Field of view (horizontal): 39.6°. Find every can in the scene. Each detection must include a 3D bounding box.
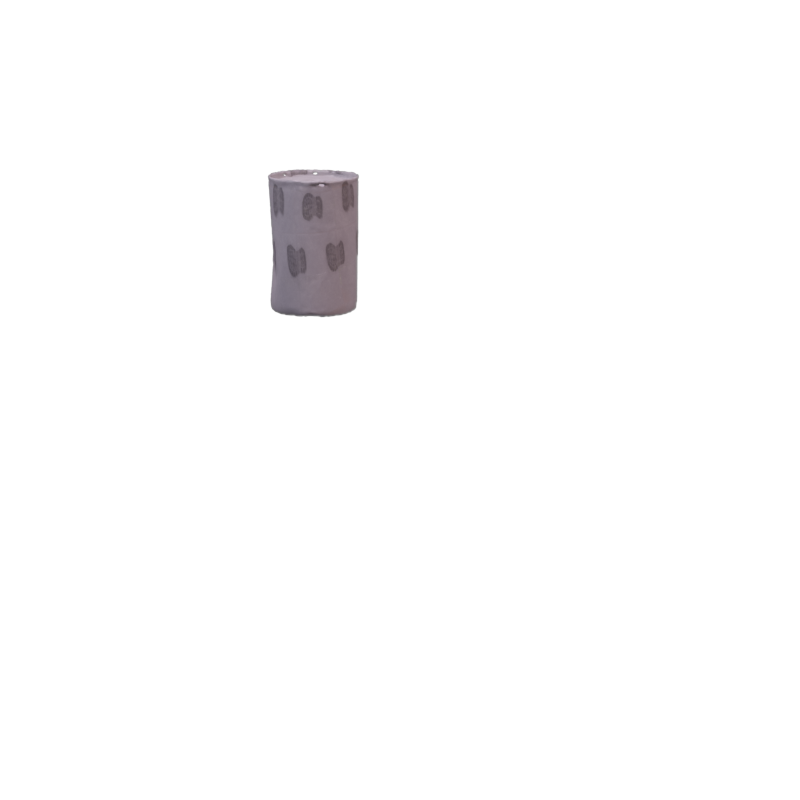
[{"bbox_3d":[-0.065,-0.119,0.834,0.068,0.099,0.071,0,13,-2],"label":"can"}]
